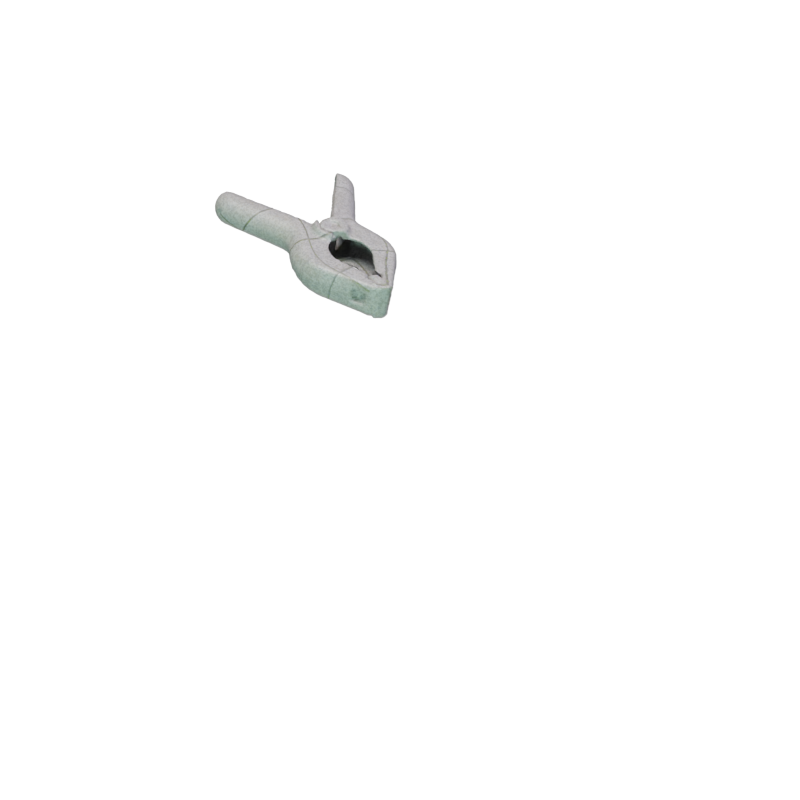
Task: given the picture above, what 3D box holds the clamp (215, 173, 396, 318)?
[{"bbox_3d":[-0.066,-0.120,0.840,0.118,0.037,0.185,-13,39,-17],"label":"clamp"}]
